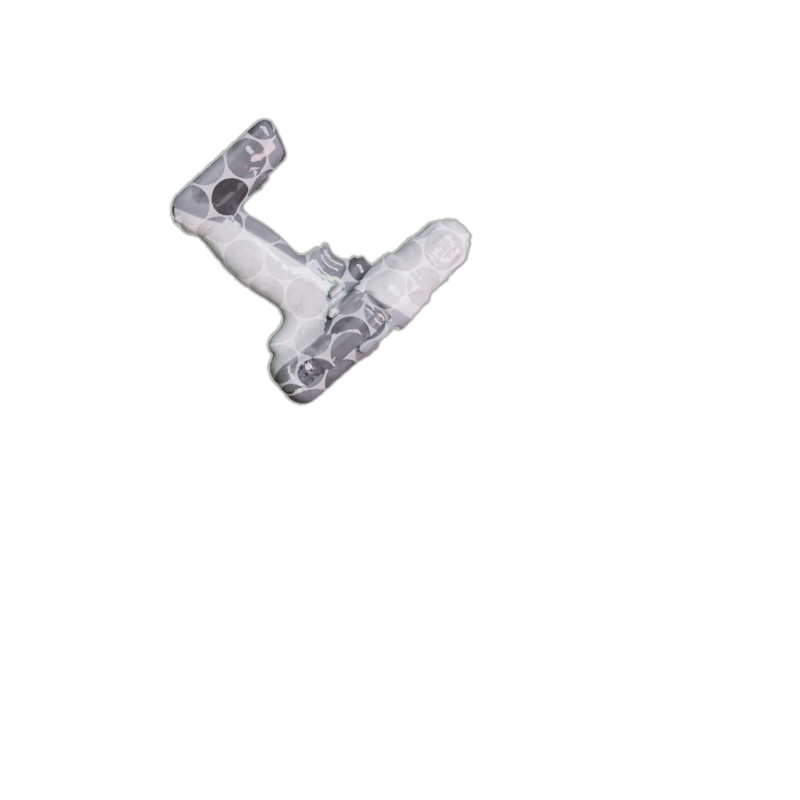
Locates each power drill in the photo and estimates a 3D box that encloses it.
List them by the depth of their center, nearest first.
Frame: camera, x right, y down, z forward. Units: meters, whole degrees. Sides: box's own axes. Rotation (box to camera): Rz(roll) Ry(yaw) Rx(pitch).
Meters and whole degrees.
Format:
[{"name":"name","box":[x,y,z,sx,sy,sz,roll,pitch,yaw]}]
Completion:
[{"name":"power drill","box":[-0.065,-0.119,0.837,0.185,0.190,0.056,-42,-5,-5]}]
